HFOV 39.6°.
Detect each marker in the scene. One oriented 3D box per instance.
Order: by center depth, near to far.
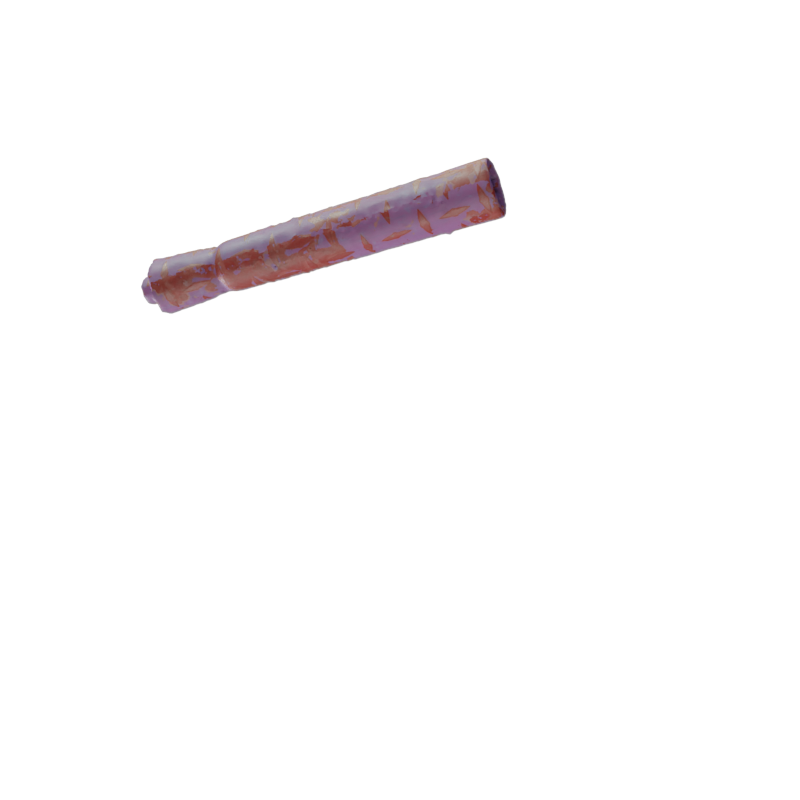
[{"bbox_3d":[-0.027,-0.050,0.349,0.122,0.020,0.019,-14,0,18],"label":"marker"}]
